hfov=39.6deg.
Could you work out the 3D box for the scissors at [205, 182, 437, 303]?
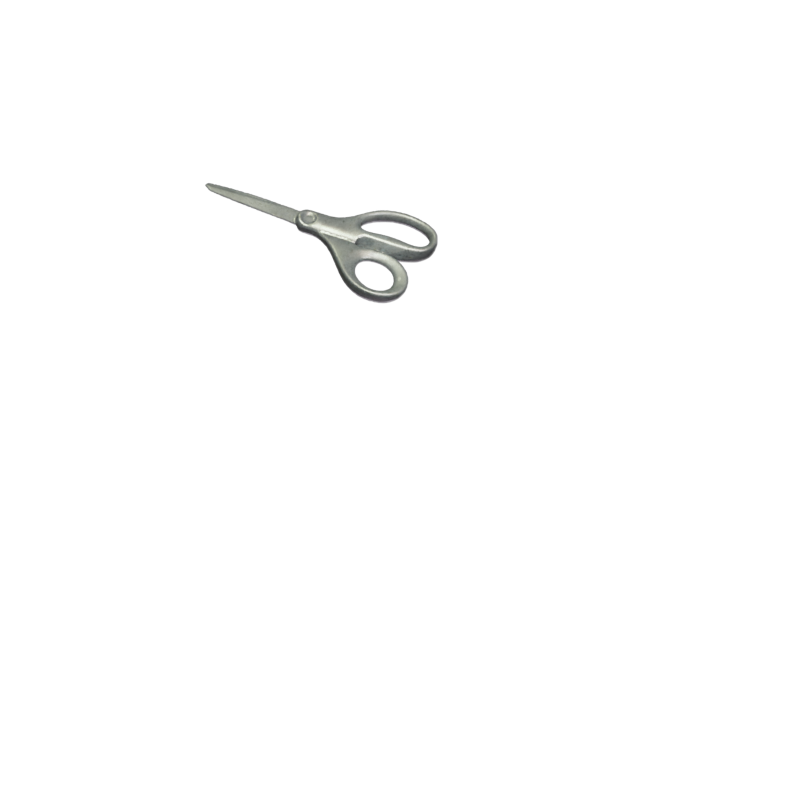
[{"bbox_3d":[-0.071,-0.130,0.912,0.203,0.102,0.015,7,-34,5],"label":"scissors"}]
